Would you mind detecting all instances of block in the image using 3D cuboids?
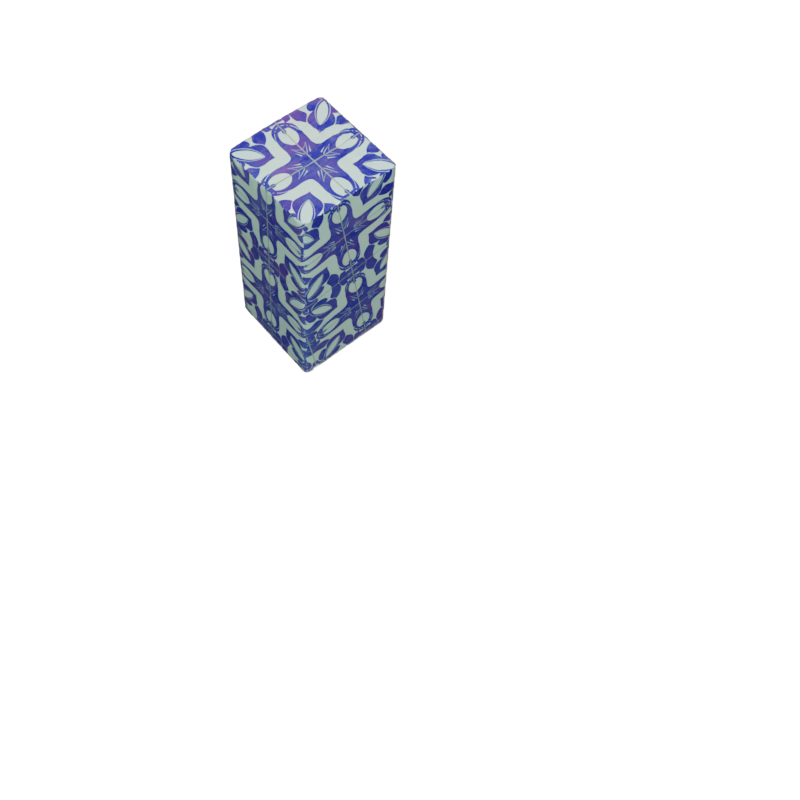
[{"bbox_3d":[-0.069,-0.125,0.878,0.091,0.096,0.193,-35,-23,-22],"label":"block"}]
